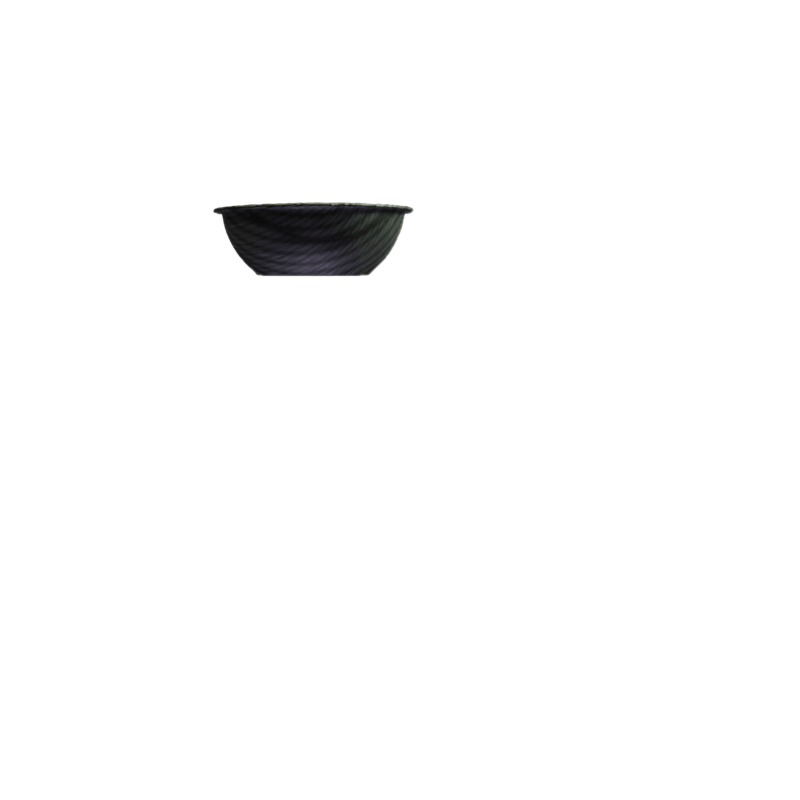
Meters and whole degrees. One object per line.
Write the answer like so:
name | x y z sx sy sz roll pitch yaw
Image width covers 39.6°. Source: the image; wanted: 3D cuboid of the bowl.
bowl | -0.070 -0.128 0.894 0.162 0.055 0.163 0 5 -2
